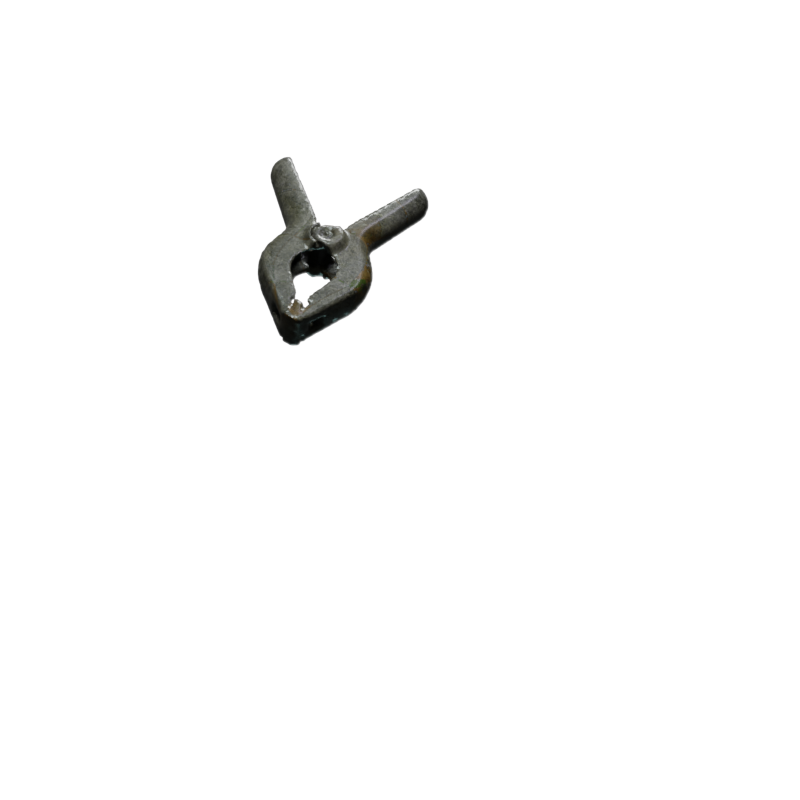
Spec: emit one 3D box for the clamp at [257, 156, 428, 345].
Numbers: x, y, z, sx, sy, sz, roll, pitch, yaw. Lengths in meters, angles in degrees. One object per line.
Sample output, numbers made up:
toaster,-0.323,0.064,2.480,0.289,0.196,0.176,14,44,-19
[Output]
clamp,-0.062,-0.113,0.789,0.124,0.036,0.178,16,46,16
